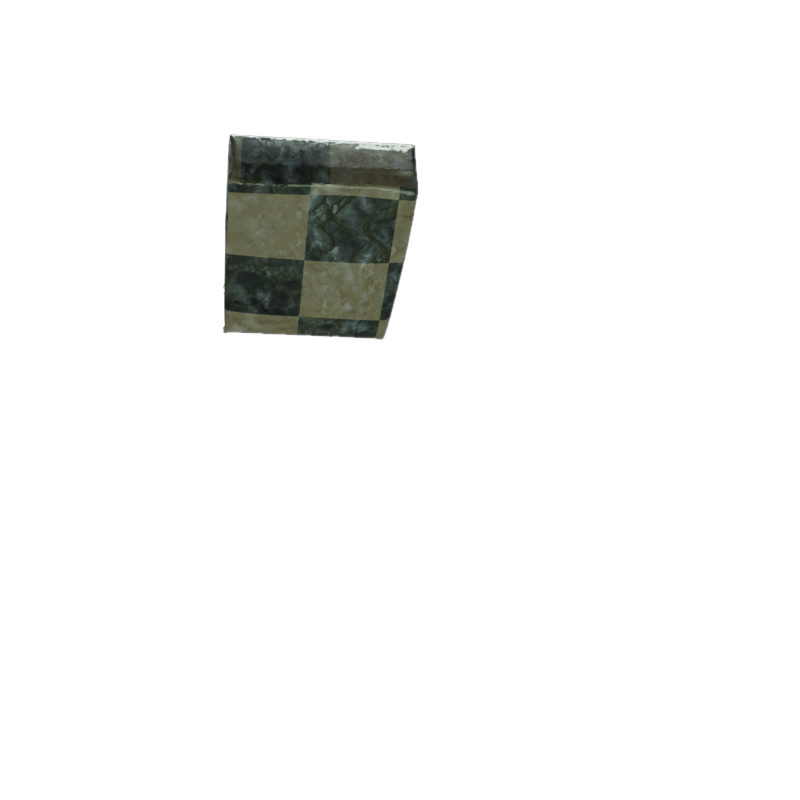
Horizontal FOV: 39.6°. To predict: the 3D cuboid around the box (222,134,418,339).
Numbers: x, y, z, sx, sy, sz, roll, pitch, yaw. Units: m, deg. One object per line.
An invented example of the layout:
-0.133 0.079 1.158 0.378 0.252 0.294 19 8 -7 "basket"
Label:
-0.043 -0.079 0.554 0.089 0.042 0.106 4 -42 -6 "box"
